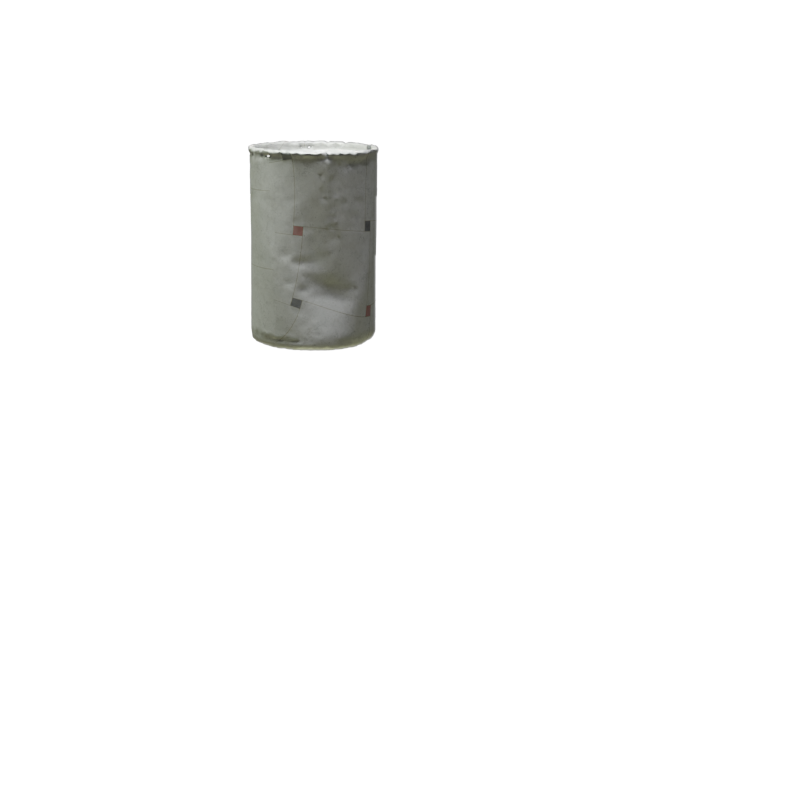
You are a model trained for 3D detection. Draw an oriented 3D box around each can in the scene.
[{"bbox_3d":[-0.046,-0.084,0.586,0.068,0.100,0.071,0,12,-2],"label":"can"}]
